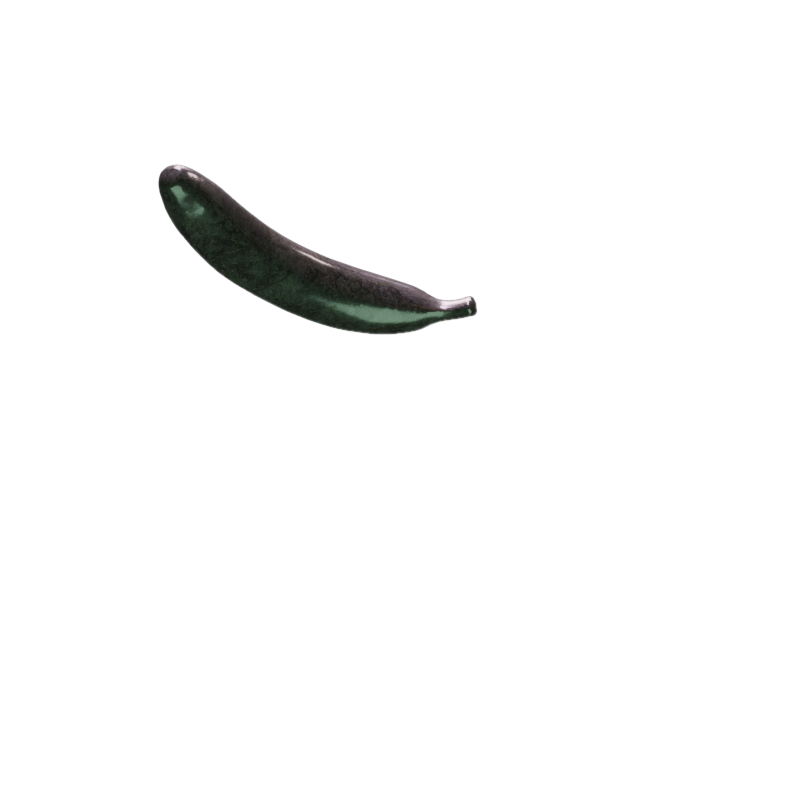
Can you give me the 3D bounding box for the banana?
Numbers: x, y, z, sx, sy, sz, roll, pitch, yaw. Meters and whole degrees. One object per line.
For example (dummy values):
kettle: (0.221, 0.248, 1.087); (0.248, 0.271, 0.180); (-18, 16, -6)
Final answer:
banana: (-0.055, -0.076, 0.616); (0.189, 0.039, 0.068); (20, -41, -25)
